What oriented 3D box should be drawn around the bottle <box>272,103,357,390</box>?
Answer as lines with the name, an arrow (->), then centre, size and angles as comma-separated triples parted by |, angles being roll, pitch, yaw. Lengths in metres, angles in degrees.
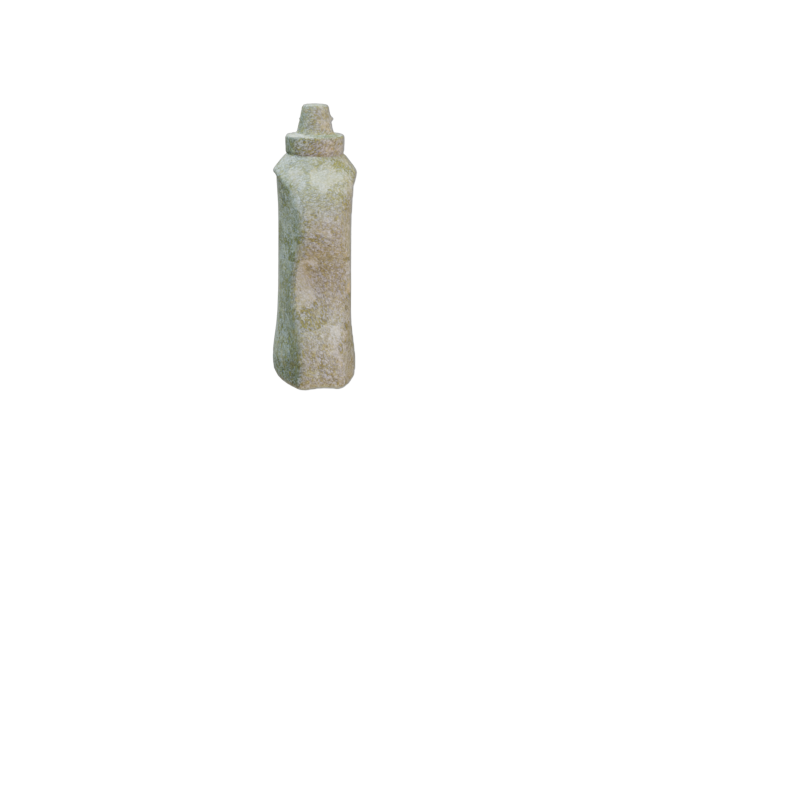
bottle -> -0.060, -0.111, 0.777 | 0.058, 0.186, 0.100 | -1, 14, -9
